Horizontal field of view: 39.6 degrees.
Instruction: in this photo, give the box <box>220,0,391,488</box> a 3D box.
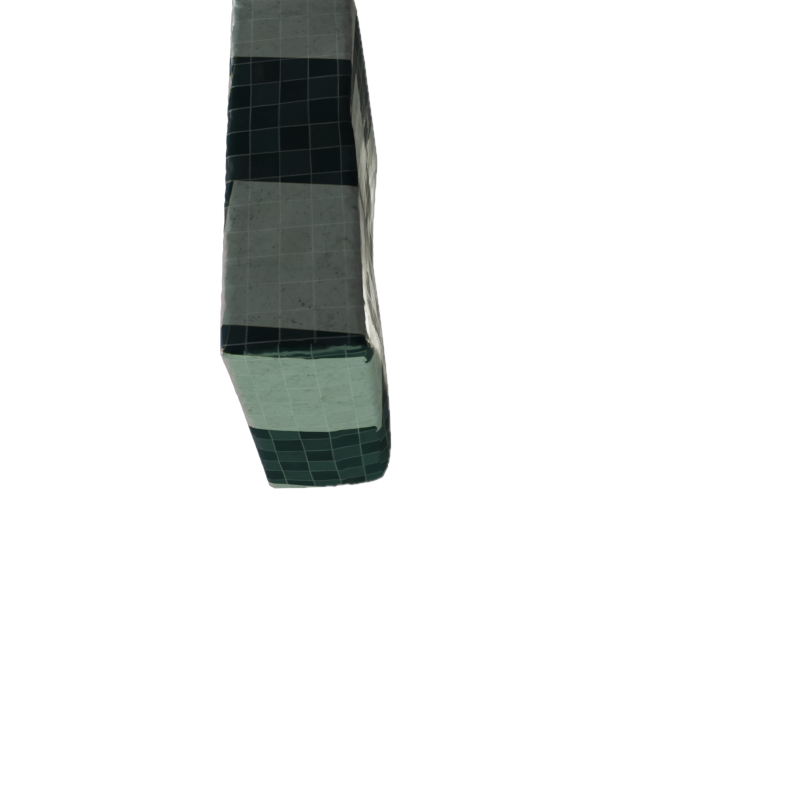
[{"bbox_3d":[-0.046,-0.083,0.583,0.072,0.228,0.153,-3,-29,2],"label":"box"}]
